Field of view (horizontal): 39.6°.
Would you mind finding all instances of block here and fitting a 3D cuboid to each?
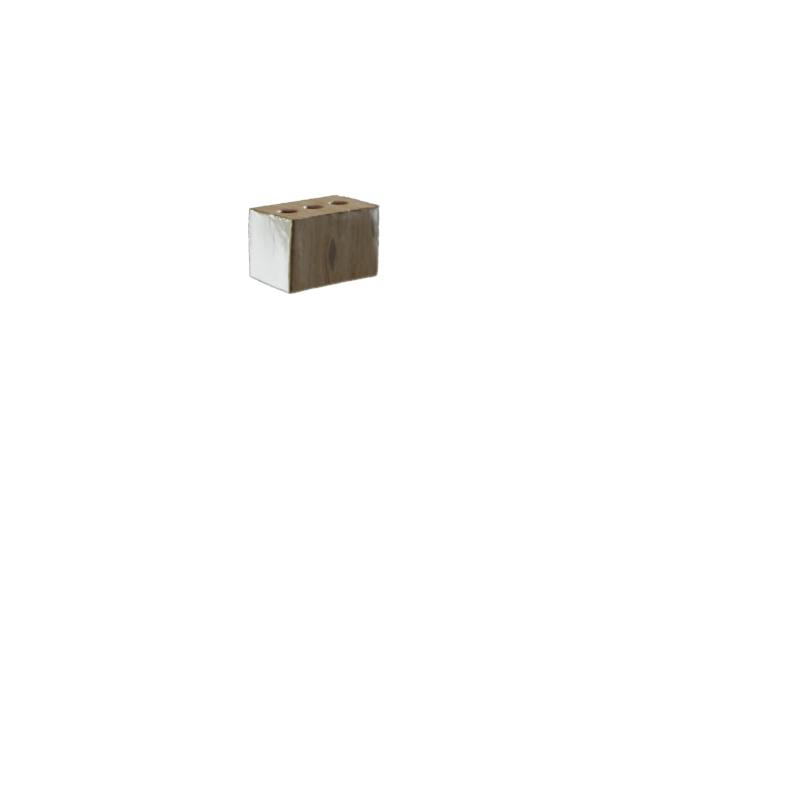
[{"bbox_3d":[-0.060,-0.110,0.768,0.076,0.049,0.056,-15,24,-38],"label":"block"}]
